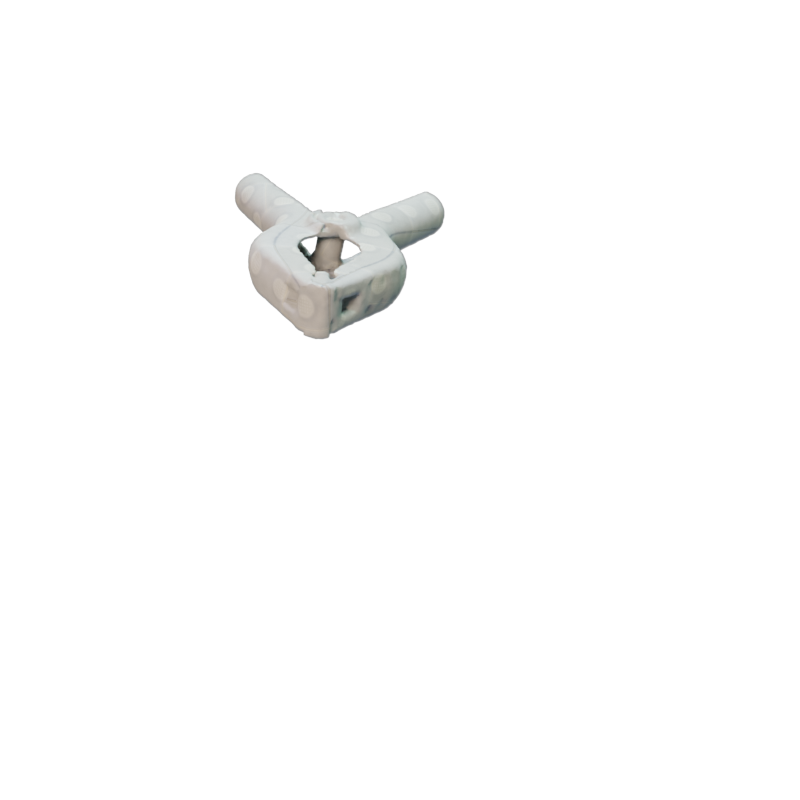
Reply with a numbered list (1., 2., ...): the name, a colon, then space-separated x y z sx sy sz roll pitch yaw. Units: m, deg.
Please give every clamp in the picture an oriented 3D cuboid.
1. clamp: -0.046 -0.083 0.582 0.122 0.037 0.177 4 25 9
